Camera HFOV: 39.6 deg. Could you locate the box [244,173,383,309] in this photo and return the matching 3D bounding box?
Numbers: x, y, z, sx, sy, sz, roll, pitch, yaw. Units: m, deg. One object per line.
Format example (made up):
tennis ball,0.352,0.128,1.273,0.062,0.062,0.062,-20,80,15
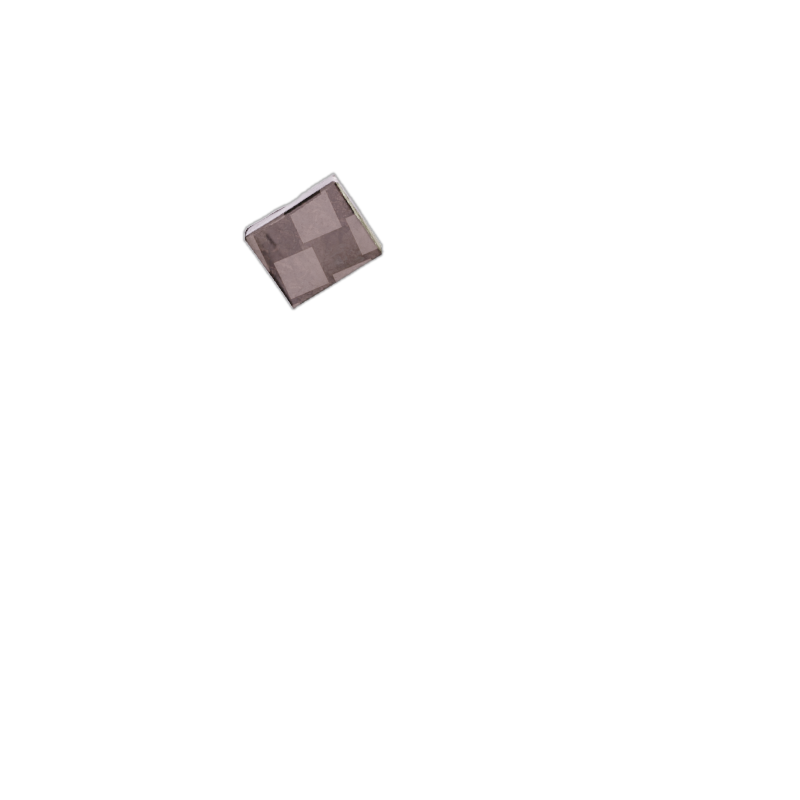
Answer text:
box,-0.070,-0.128,0.894,0.089,0.070,0.031,-31,17,10
